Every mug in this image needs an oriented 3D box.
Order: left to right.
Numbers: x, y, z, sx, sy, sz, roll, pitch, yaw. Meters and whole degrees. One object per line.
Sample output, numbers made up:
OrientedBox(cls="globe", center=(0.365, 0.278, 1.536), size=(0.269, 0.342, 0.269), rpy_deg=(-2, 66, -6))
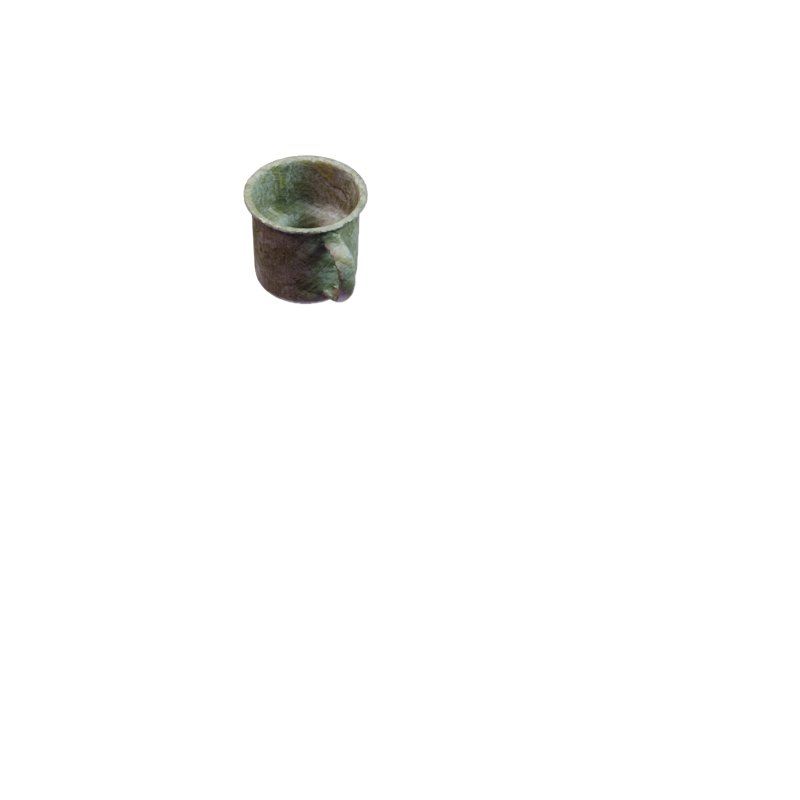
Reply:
OrientedBox(cls="mug", center=(-0.066, -0.121, 0.845), size=(0.092, 0.076, 0.126), rpy_deg=(-22, 50, -22))
